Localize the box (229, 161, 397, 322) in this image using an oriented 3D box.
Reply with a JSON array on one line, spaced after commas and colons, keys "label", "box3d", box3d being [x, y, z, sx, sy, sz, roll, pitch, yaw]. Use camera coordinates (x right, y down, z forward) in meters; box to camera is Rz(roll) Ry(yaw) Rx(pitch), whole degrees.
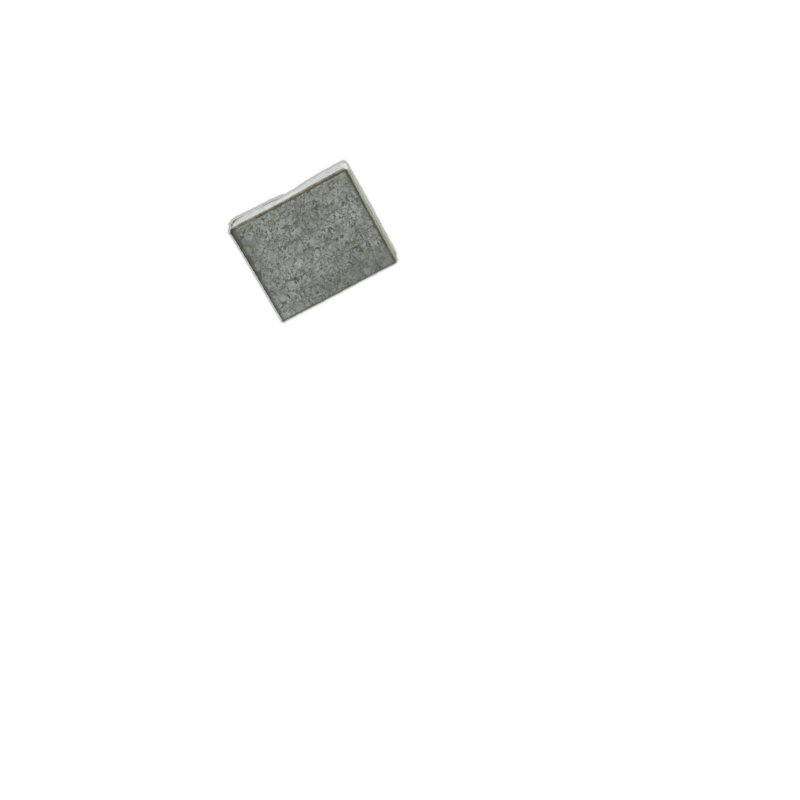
[{"label": "box", "box3d": [-0.058, -0.105, 0.734, 0.089, 0.070, 0.031, -27, 15, 7]}]
